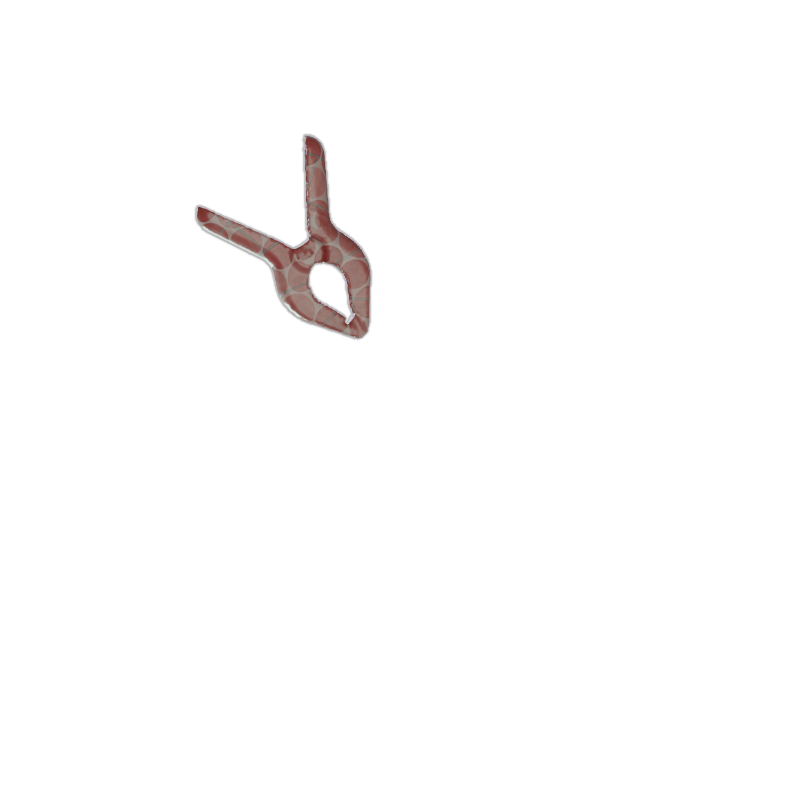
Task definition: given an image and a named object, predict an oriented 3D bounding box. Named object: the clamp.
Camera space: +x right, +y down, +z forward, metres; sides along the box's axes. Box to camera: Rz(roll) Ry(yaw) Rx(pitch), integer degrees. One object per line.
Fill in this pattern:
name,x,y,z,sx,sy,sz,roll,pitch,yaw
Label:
clamp,-0.072,-0.131,0.917,0.120,0.170,0.039,-42,3,2
